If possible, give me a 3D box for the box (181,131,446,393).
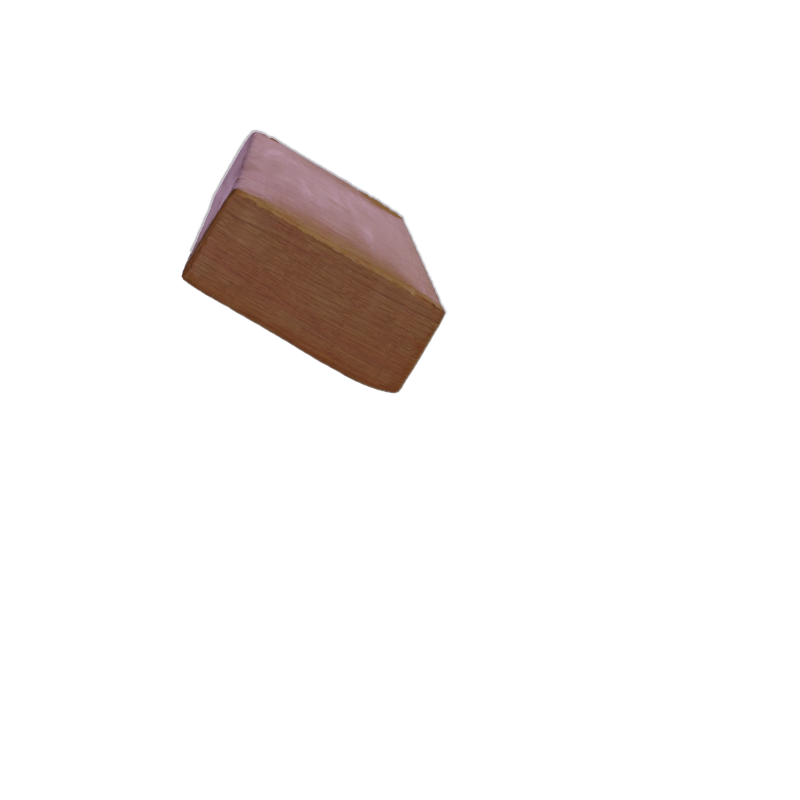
[{"bbox_3d":[-0.038,-0.070,0.484,0.091,0.047,0.184,29,17,-14],"label":"box"}]
